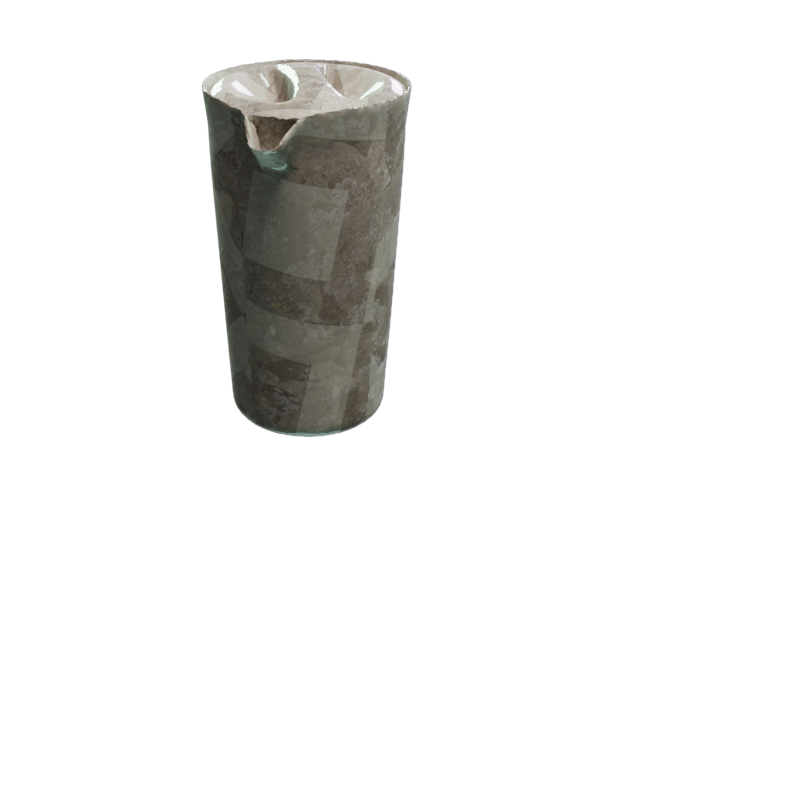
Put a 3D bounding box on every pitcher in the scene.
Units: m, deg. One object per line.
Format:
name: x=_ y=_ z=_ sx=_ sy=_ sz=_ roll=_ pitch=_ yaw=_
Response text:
pitcher: x=-0.059 y=-0.108 z=0.759 sx=0.146 sy=0.230 sz=0.156 roll=-13 pitch=30 yaw=-28
